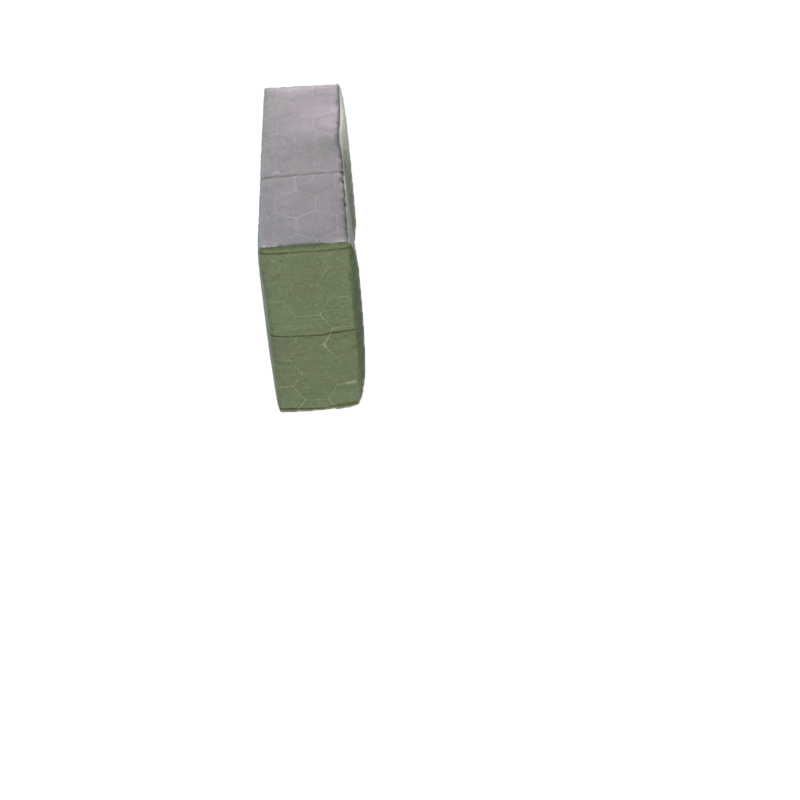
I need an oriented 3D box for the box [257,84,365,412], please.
[{"bbox_3d":[-0.068,-0.124,0.870,0.072,0.152,0.229,-4,43,-1],"label":"box"}]
